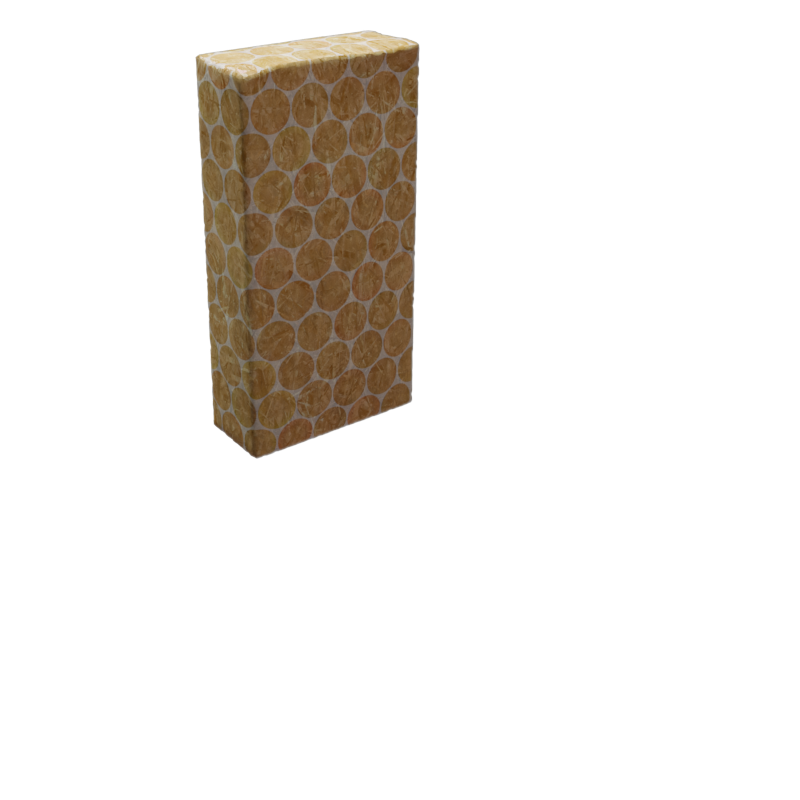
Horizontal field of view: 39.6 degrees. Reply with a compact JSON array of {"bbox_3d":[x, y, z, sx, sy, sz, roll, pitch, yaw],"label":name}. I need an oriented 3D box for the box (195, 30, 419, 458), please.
[{"bbox_3d":[-0.039,-0.071,0.497,0.092,0.167,0.051,-17,31,-34],"label":"box"}]
